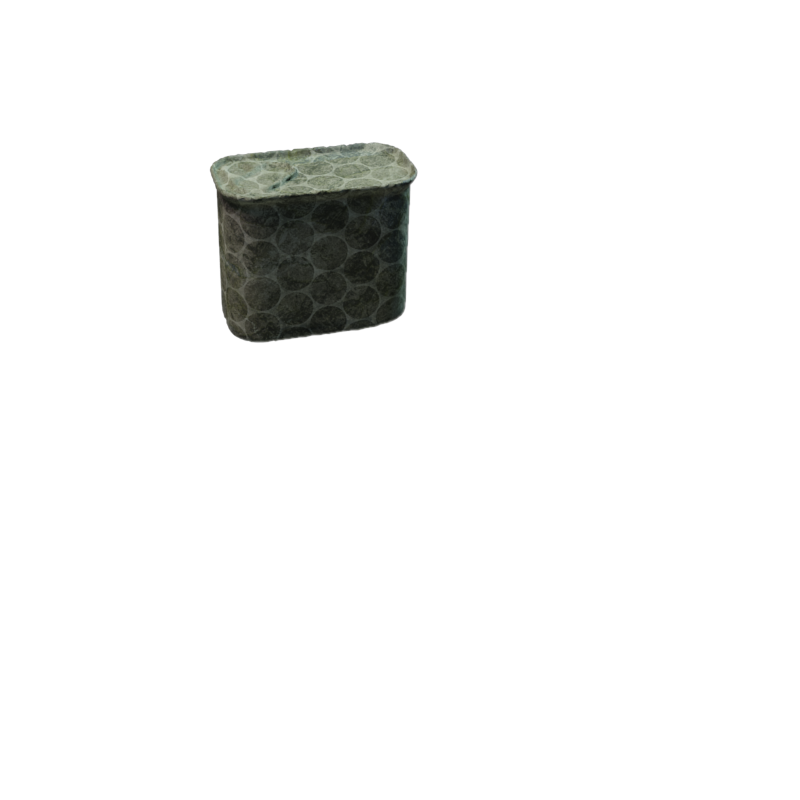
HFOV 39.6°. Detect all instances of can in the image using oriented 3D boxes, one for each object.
[{"bbox_3d":[-0.045,-0.082,0.575,0.100,0.079,0.062,-7,31,-13],"label":"can"}]
